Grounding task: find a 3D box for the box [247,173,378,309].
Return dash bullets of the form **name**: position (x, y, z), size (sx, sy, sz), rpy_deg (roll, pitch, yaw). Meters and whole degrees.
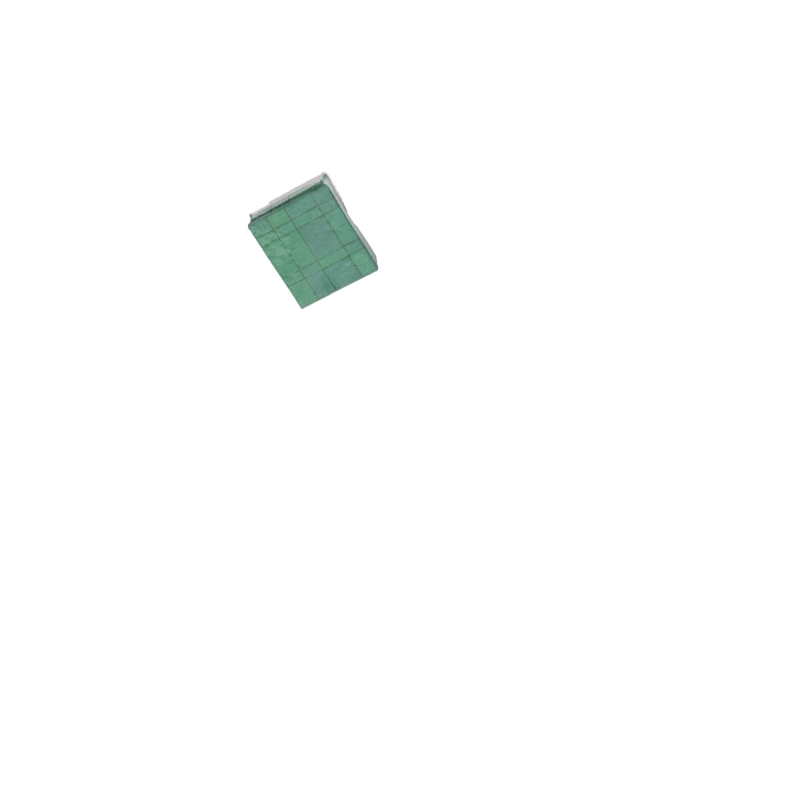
- **box**: position (-0.071, -0.129, 0.901), size (0.073, 0.084, 0.032), rpy_deg (-27, 23, 12)
